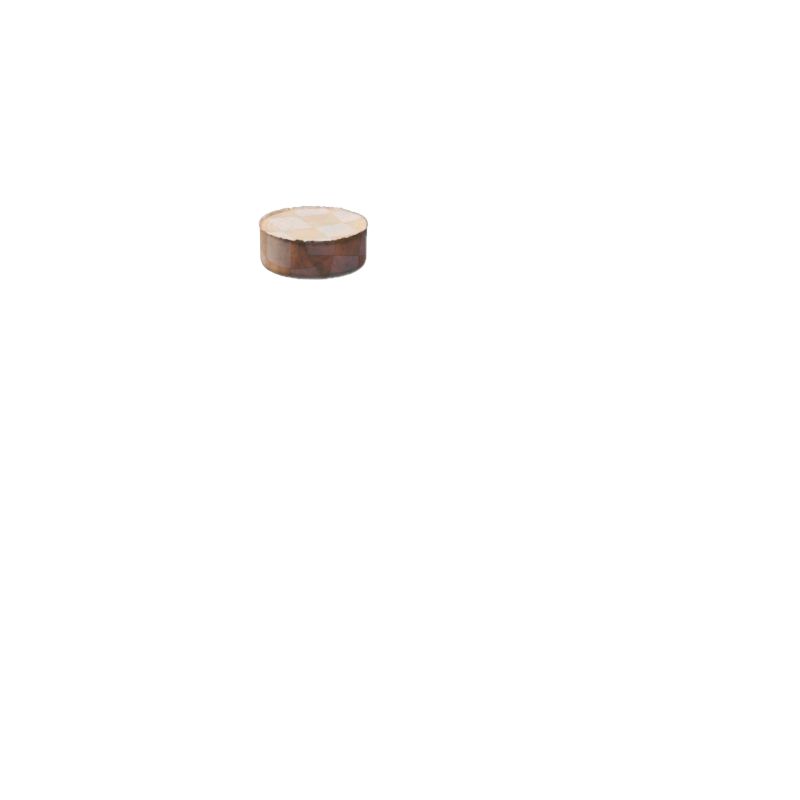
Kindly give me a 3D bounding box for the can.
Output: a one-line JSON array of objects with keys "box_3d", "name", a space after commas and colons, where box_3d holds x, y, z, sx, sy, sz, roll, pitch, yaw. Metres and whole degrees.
[{"box_3d": [-0.068, -0.125, 0.875, 0.086, 0.032, 0.090, -1, 26, -2], "name": "can"}]
